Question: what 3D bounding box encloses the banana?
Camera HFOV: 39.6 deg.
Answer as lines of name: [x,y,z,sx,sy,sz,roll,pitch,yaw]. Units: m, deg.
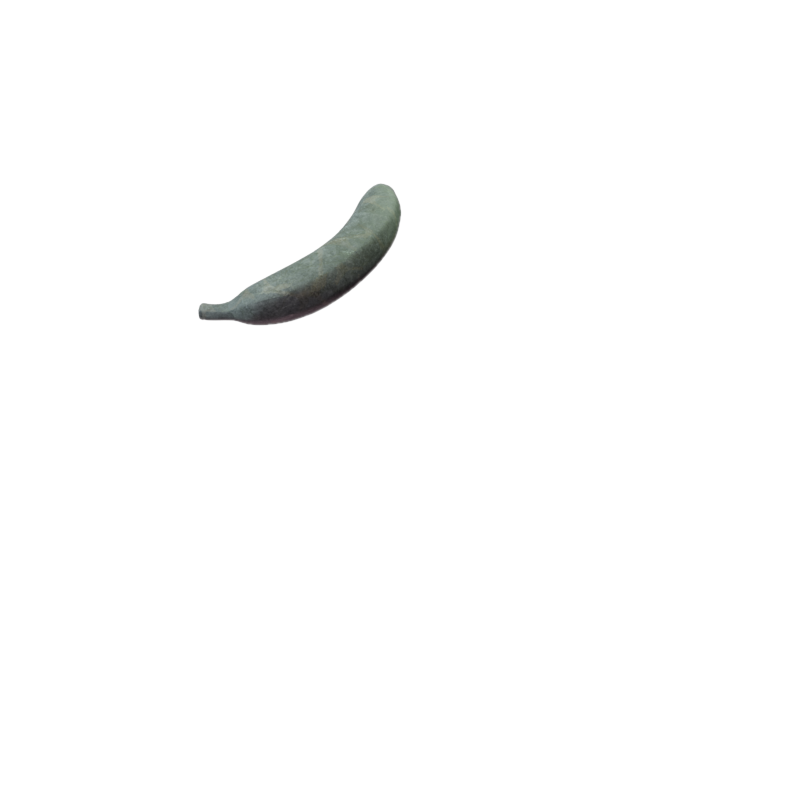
banana: [-0.050,-0.103,0.781,0.074,0.034,0.200,28,47,28]
